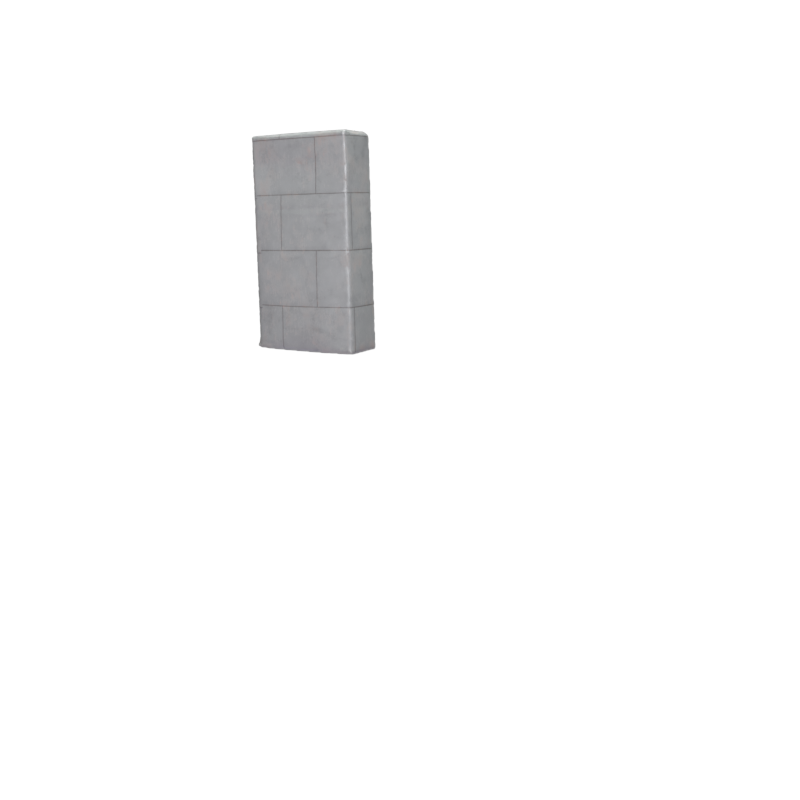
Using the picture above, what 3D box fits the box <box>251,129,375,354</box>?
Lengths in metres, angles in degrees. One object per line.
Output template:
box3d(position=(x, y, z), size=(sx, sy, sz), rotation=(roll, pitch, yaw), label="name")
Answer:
box3d(position=(-0.070, -0.128, 0.899), size=(0.097, 0.176, 0.046), rotation=(1, 1, 32), label="box")
